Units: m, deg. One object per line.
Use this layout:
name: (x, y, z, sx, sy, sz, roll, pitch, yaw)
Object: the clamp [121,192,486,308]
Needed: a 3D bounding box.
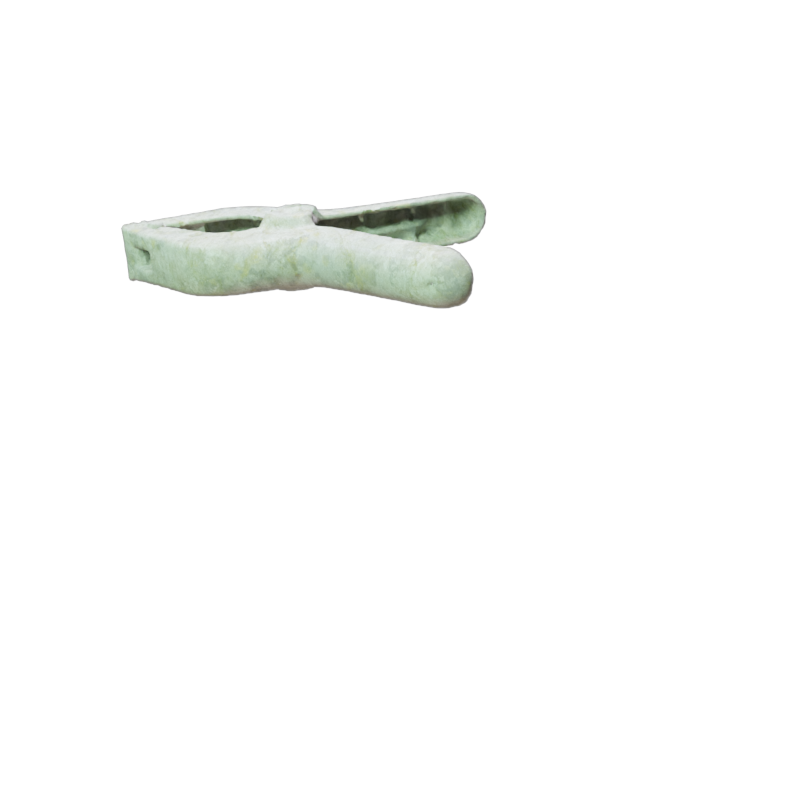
clamp: (-0.040, -0.073, 0.513, 0.176, 0.038, 0.121, 6, 18, 18)
